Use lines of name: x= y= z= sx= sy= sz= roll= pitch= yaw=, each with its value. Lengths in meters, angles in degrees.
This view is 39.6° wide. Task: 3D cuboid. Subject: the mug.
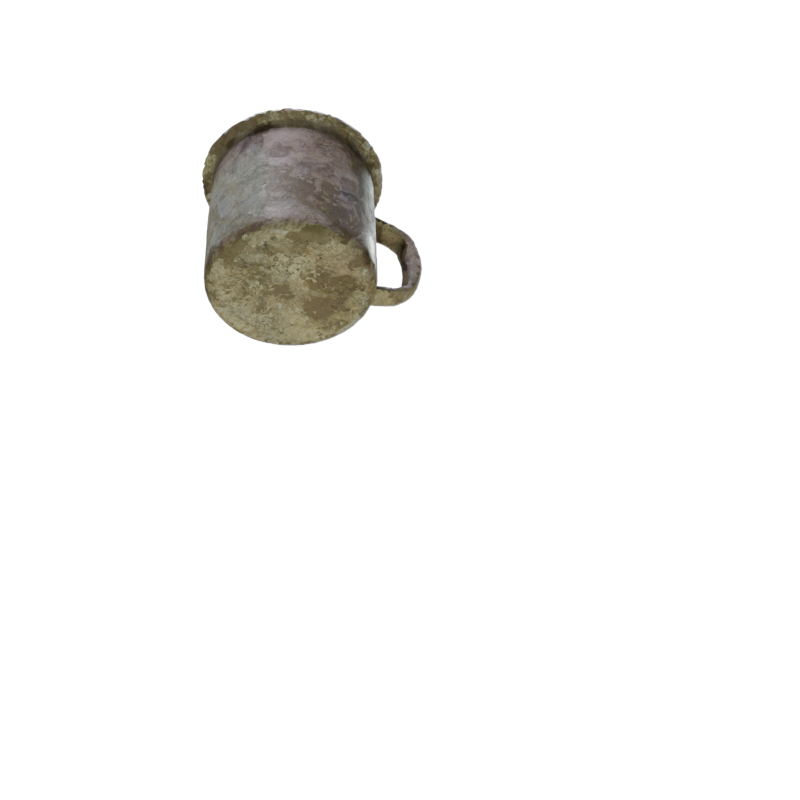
mug: x=-0.043 y=-0.078 z=0.546 sx=0.113 sy=0.087 sz=0.090 roll=20 pitch=-47 yaw=-21
